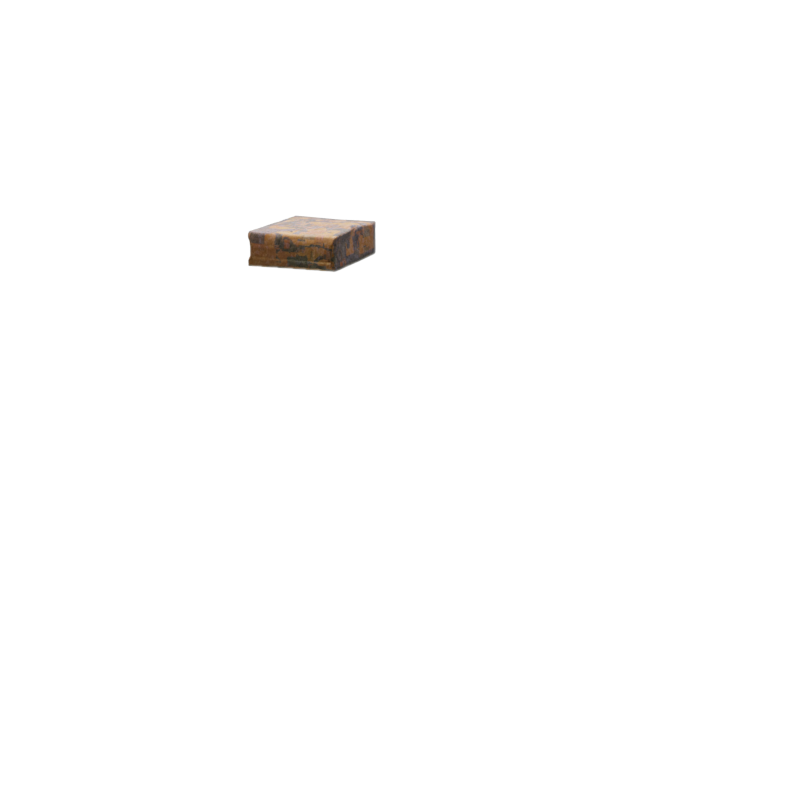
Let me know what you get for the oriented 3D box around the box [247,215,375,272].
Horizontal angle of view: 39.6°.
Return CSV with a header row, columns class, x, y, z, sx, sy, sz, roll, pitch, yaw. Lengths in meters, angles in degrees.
class,x,y,z,sx,sy,sz,roll,pitch,yaw
box,-0.068,-0.124,0.872,0.075,0.029,0.089,7,18,21
